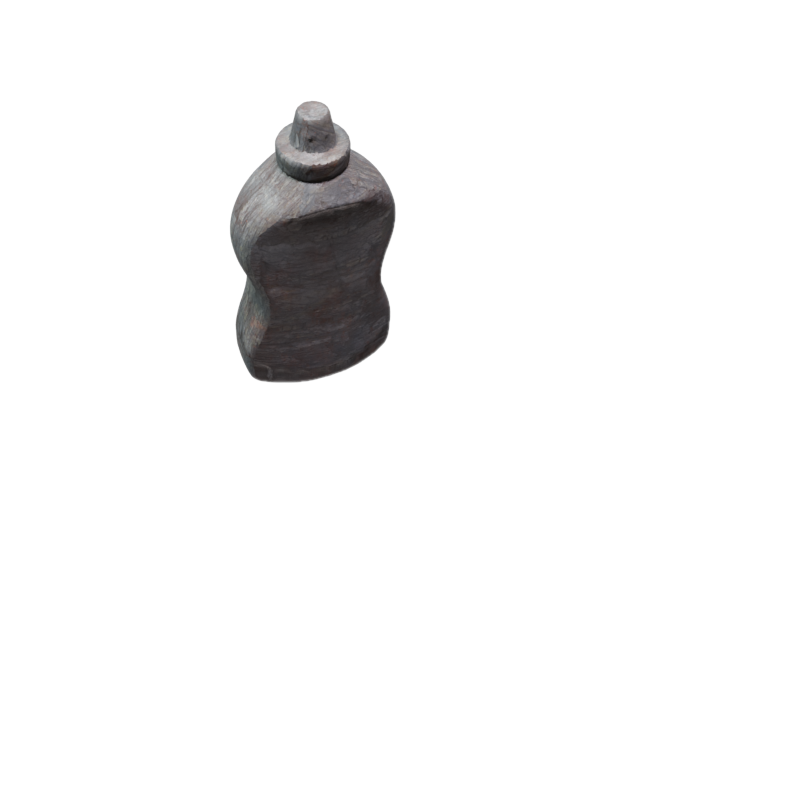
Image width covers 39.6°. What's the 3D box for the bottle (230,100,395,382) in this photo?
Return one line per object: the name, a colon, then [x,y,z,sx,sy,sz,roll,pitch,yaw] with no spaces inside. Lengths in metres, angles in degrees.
bottle: [-0.051,-0.093,0.648,0.095,0.063,0.179,-14,-39,-15]
